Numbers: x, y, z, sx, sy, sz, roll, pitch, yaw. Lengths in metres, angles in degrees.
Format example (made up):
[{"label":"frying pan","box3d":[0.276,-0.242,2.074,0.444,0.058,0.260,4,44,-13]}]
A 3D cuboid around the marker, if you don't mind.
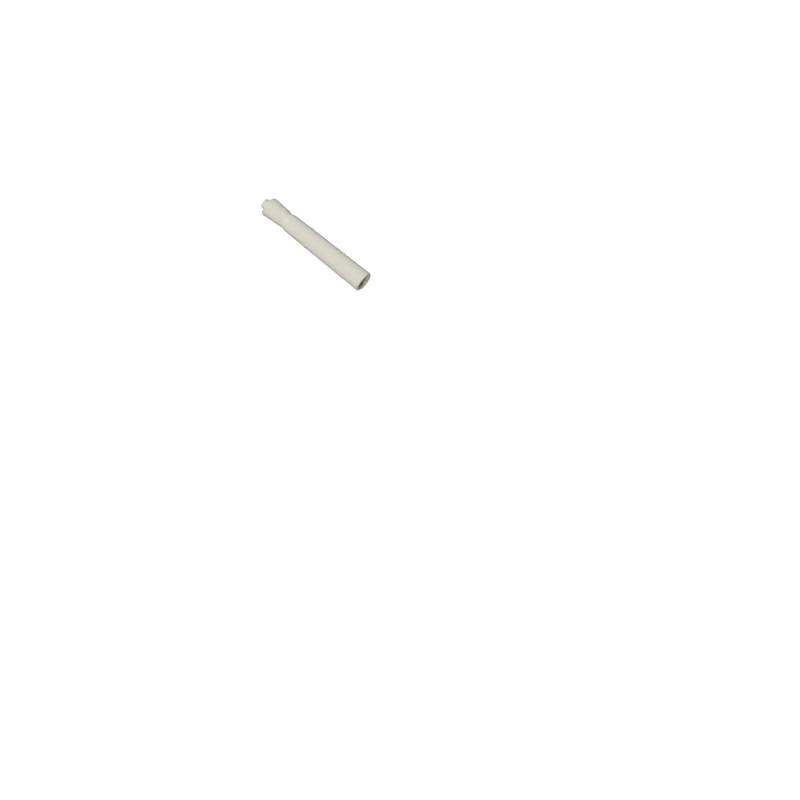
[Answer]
[{"label":"marker","box3d":[-0.077,-0.140,0.983,0.127,0.019,0.019,40,18,20]}]
